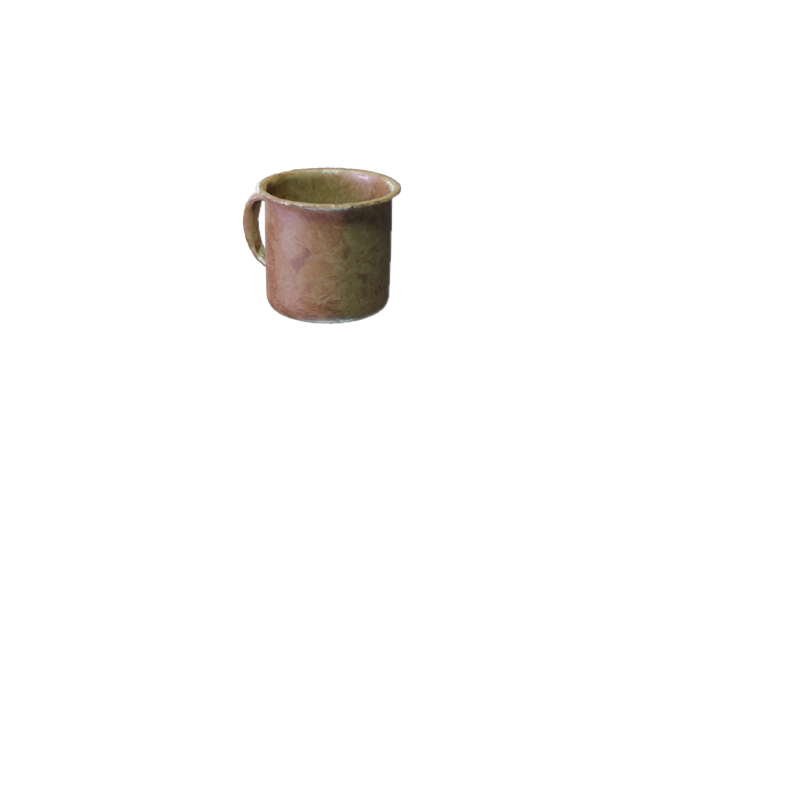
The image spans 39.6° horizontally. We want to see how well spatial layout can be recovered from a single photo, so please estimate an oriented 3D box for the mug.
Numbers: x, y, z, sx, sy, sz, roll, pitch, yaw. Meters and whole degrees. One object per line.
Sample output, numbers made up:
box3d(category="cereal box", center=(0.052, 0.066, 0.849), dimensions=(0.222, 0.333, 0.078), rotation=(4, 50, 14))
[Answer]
box3d(category="mug", center=(-0.057, -0.104, 0.727), dimensions=(0.123, 0.078, 0.093), rotation=(16, 27, 31))
